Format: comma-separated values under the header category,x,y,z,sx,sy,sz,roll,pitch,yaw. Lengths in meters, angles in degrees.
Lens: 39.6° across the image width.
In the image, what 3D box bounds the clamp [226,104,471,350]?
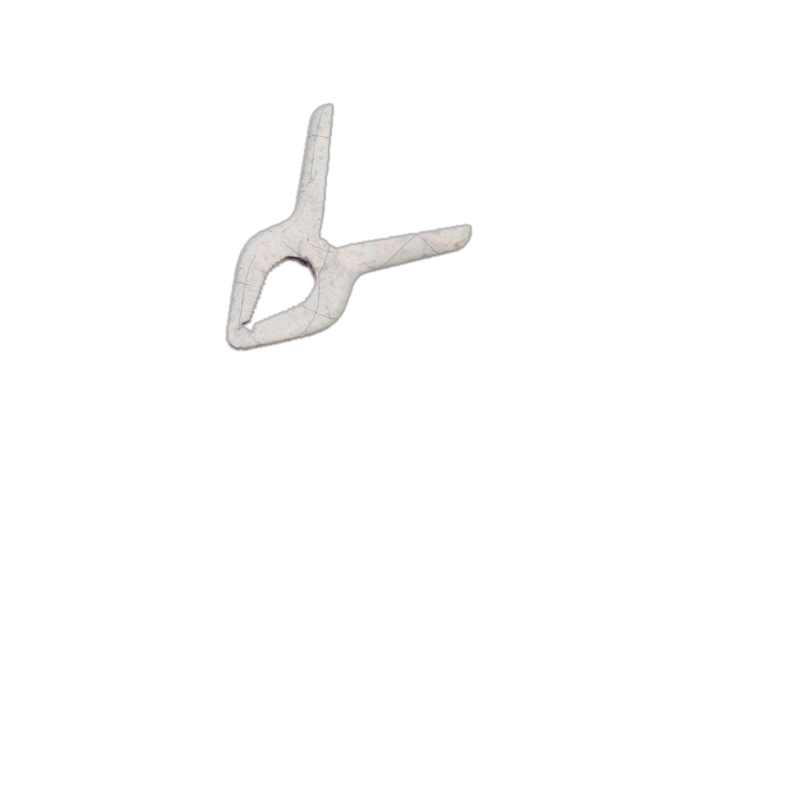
category,x,y,z,sx,sy,sz,roll,pitch,yaw
clamp,-0.070,-0.128,0.898,0.211,0.169,0.035,-41,-9,-8
